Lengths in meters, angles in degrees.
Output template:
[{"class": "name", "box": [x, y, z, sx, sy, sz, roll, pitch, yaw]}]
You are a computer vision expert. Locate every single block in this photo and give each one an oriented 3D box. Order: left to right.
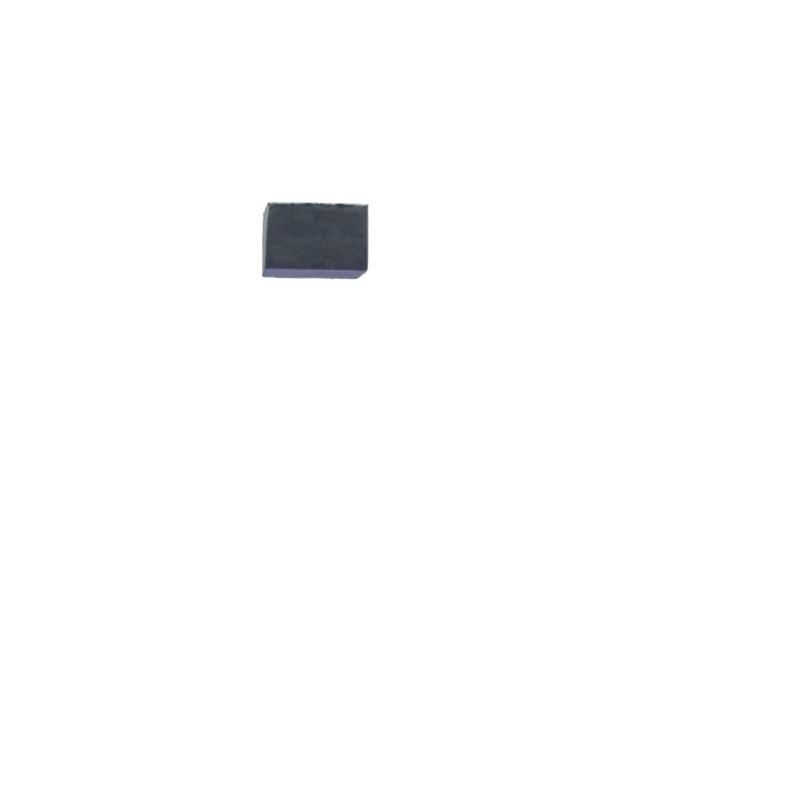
[{"class": "block", "box": [-0.066, -0.120, 0.838, 0.077, 0.052, 0.052, 0, -4, -8]}]
